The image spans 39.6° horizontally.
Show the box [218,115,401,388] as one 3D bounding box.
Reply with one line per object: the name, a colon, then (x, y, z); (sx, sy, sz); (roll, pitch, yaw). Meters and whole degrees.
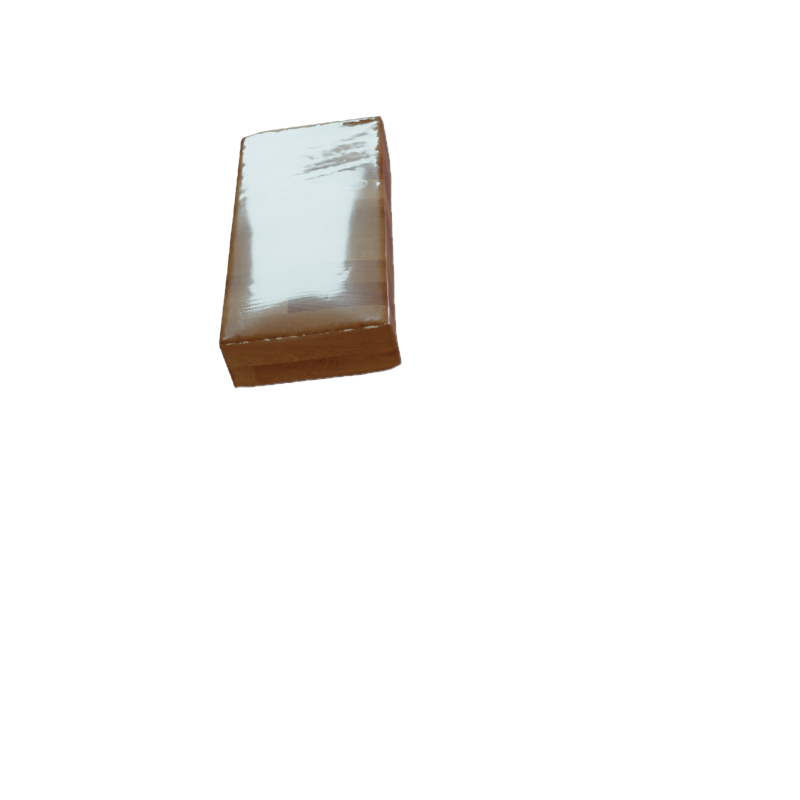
box: (-0.051, -0.092, 0.643); (0.094, 0.189, 0.044); (-8, -40, 6)
